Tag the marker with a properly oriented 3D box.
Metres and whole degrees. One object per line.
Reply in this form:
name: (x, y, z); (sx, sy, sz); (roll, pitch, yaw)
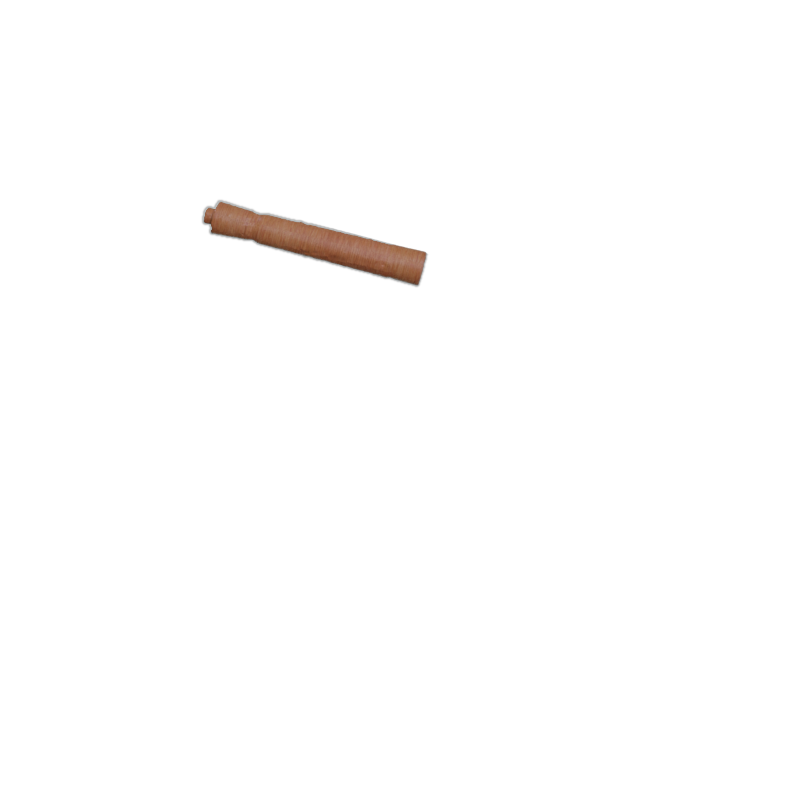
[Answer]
marker: (-0.047, -0.085, 0.594); (0.122, 0.020, 0.020); (15, 5, 4)
